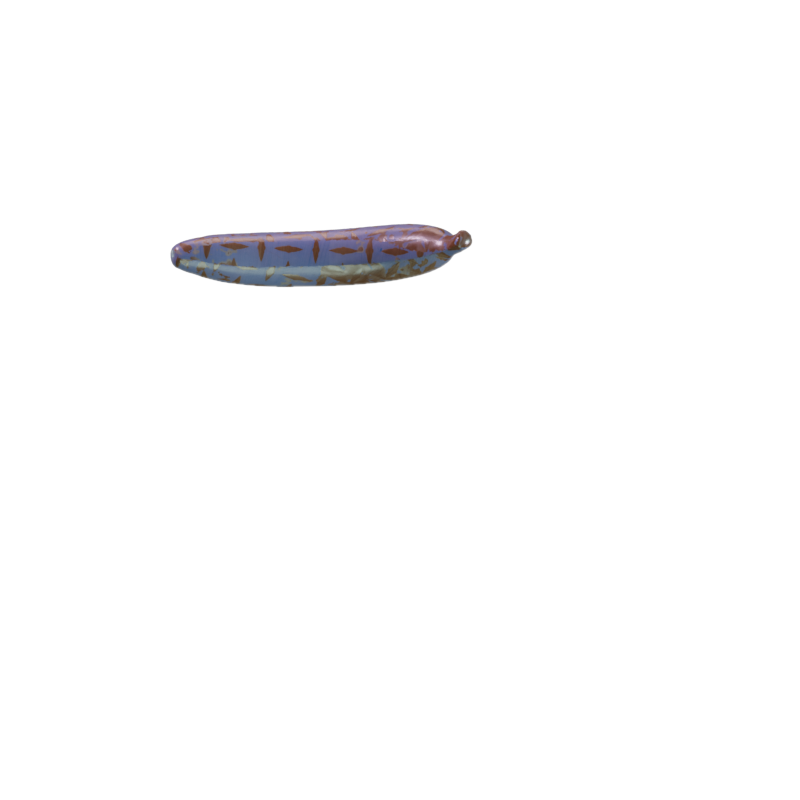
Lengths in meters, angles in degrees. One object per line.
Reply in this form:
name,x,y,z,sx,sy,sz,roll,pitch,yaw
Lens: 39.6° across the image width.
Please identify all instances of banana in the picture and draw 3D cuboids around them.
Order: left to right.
banana,-0.049,-0.099,0.734,0.200,0.038,0.066,-3,-16,12
